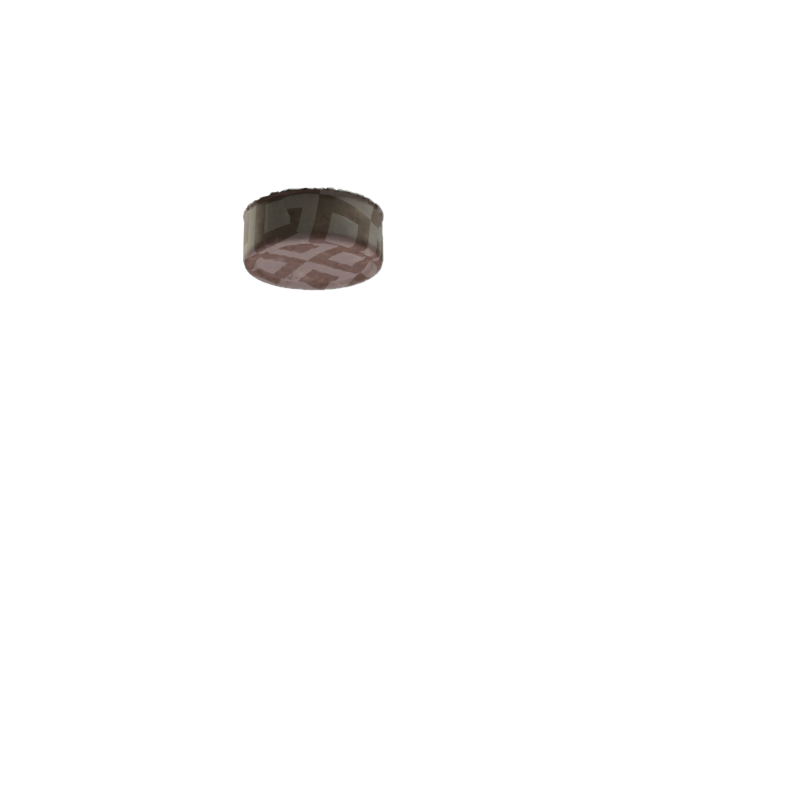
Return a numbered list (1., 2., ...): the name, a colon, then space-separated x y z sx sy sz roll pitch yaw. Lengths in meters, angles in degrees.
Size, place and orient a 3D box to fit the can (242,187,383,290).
1. can: -0.052 -0.096 0.670 0.086 0.035 0.082 0 -16 -2
